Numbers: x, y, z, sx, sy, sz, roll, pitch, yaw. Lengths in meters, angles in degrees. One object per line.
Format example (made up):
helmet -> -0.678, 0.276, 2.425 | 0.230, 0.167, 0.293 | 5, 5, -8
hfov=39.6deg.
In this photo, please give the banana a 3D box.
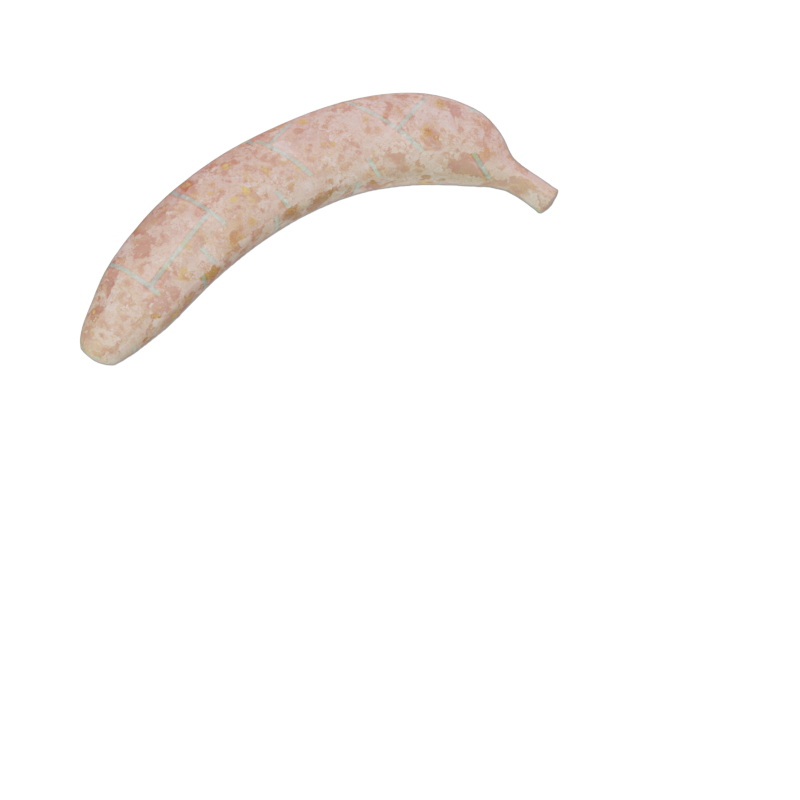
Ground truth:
banana -> -0.037, -0.078, 0.433 | 0.197, 0.074, 0.035 | -21, -25, -11
